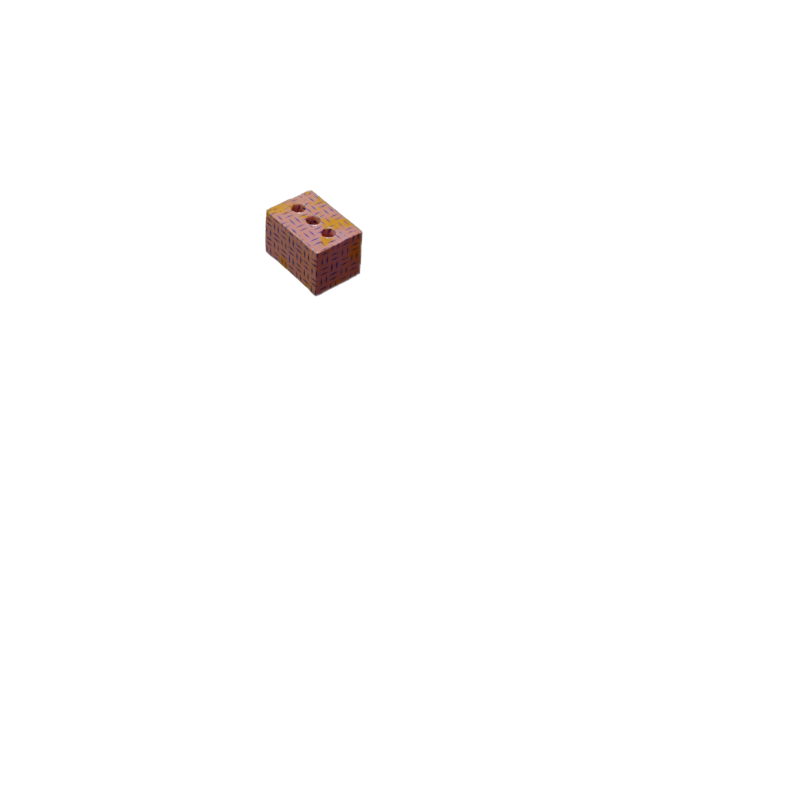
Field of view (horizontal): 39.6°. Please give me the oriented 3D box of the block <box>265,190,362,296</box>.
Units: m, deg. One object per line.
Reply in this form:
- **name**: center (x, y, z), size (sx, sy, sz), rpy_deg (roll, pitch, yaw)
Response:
- **block**: center (-0.077, -0.140, 0.984), size (0.053, 0.048, 0.084), rpy_deg (-28, 51, -28)
